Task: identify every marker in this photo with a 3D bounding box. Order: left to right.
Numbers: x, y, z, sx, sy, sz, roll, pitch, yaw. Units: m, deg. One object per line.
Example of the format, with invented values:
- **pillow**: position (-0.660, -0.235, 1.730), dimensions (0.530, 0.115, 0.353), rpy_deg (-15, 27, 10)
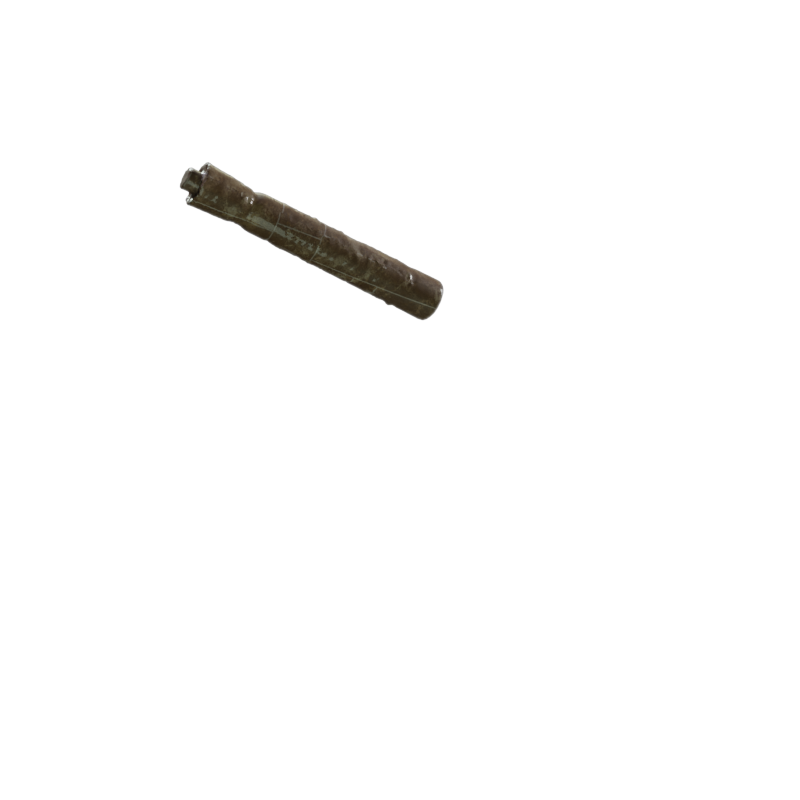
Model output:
- **marker**: position (-0.036, -0.065, 0.458), dimensions (0.116, 0.020, 0.020), rpy_deg (25, -6, -21)
